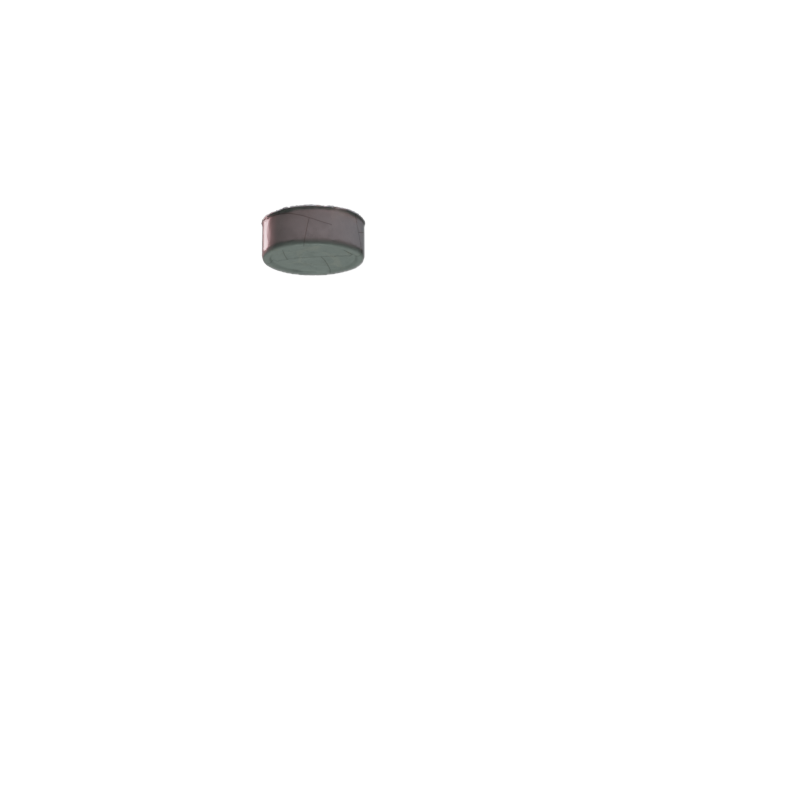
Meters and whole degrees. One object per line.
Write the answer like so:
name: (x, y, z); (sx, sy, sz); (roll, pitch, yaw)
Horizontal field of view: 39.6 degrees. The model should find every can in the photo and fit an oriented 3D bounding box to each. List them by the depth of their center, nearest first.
can: (-0.071, -0.130, 0.911); (0.086, 0.035, 0.083); (0, -13, -2)
